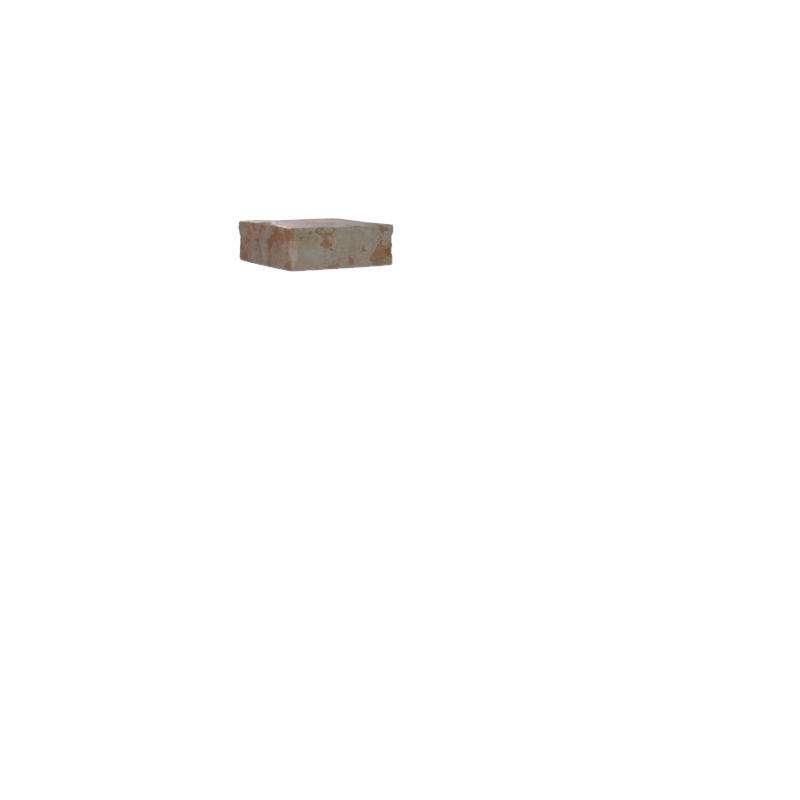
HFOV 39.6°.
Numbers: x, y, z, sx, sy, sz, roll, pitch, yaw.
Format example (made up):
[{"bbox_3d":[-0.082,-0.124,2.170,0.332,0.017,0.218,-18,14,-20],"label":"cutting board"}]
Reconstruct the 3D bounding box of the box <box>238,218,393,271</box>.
[{"bbox_3d":[-0.057,-0.105,0.733,0.071,0.030,0.094,-6,13,-27],"label":"box"}]
